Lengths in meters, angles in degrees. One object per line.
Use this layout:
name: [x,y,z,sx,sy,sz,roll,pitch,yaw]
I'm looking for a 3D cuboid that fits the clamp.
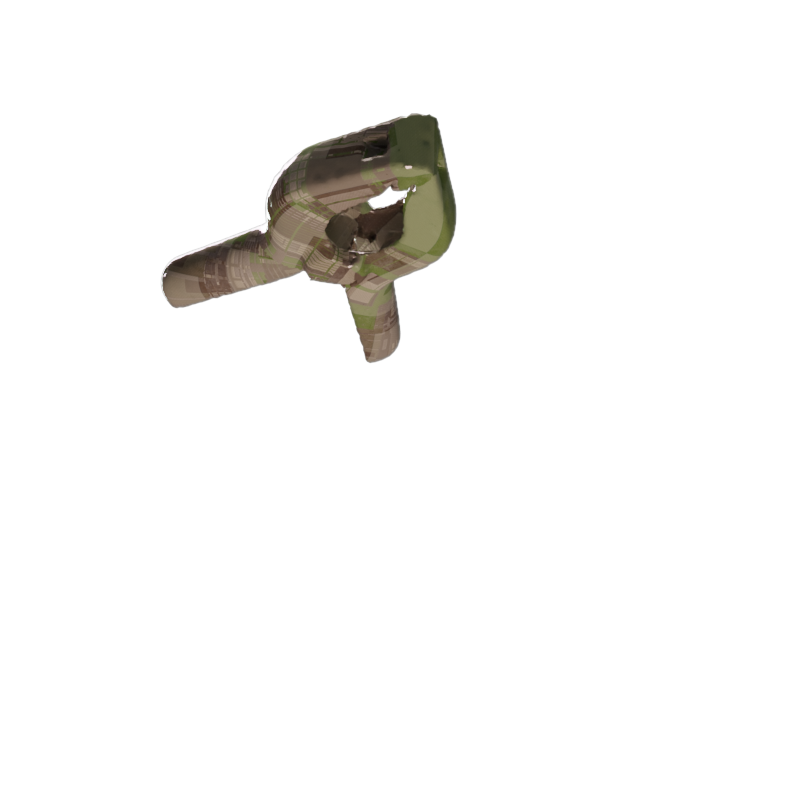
clamp: [-0.038,-0.069,0.482,0.118,0.042,0.164,7,-29,-14]
